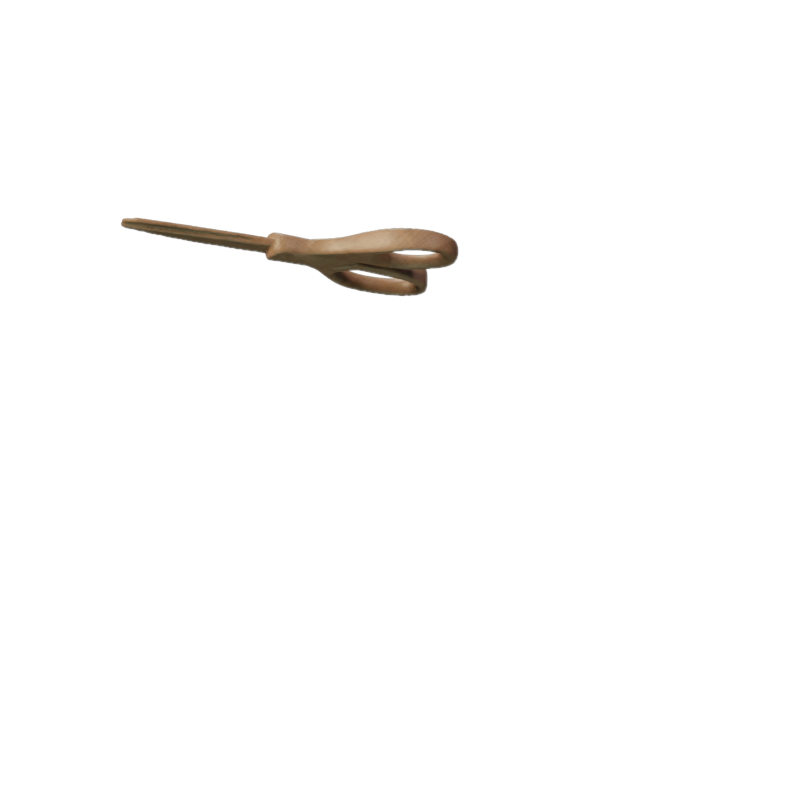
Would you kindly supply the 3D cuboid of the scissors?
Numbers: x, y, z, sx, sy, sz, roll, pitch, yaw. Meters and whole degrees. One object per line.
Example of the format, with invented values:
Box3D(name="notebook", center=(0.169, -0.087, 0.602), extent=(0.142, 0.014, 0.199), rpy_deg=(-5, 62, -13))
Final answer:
Box3D(name="scissors", center=(-0.050, -0.092, 0.643), extent=(0.191, 0.016, 0.097), rpy_deg=(12, -19, -39))
